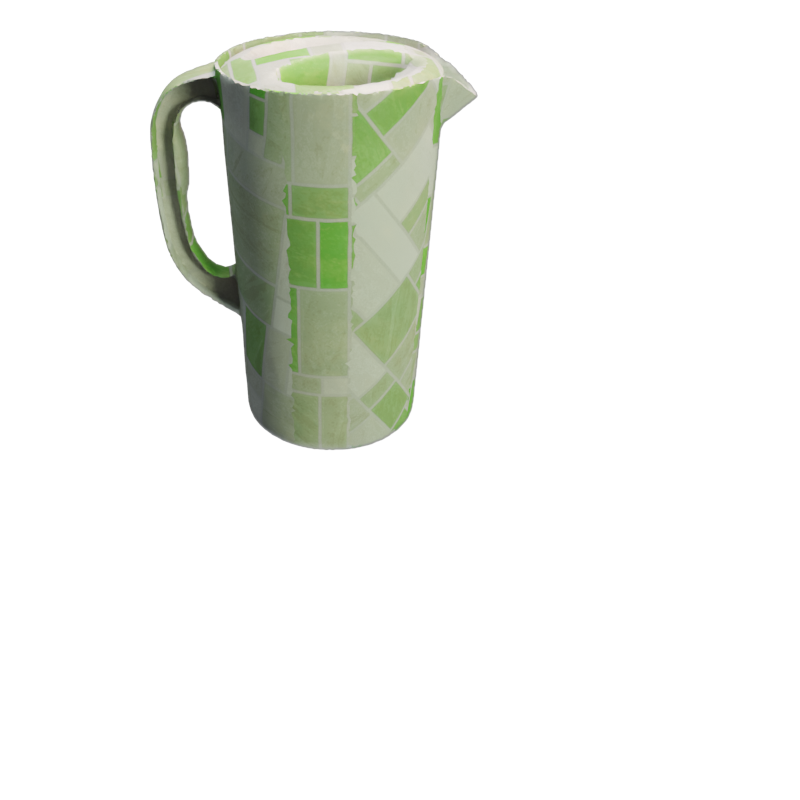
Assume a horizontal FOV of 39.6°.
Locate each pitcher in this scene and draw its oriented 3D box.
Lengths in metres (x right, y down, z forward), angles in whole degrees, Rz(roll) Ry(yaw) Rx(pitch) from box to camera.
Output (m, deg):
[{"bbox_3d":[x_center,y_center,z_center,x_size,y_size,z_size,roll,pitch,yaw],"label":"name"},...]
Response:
[{"bbox_3d":[-0.053,-0.097,0.678,0.159,0.230,0.144,25,35,37],"label":"pitcher"}]
